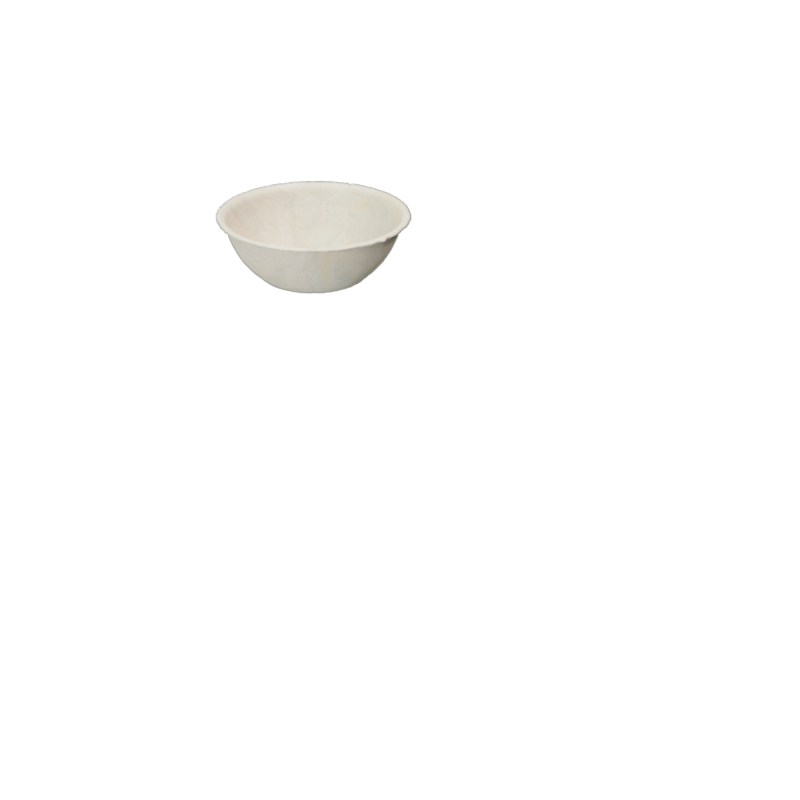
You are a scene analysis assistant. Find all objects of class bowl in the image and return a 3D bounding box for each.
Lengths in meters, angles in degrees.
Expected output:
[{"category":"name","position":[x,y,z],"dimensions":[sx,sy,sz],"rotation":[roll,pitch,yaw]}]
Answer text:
[{"category":"bowl","position":[-0.072,-0.132,0.925],"dimensions":[0.162,0.052,0.171],"rotation":[-1,28,-2]}]
